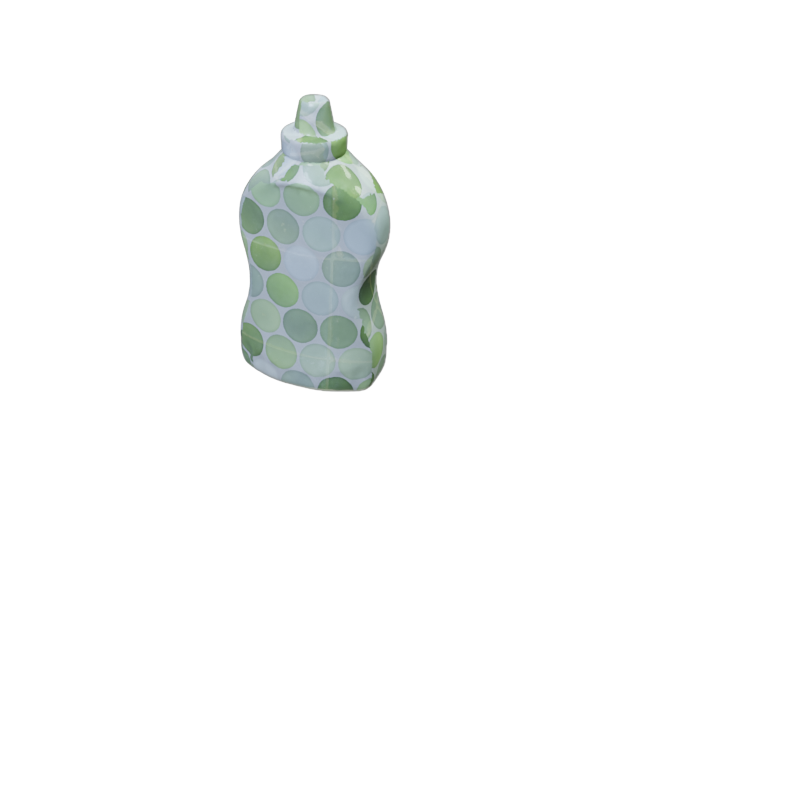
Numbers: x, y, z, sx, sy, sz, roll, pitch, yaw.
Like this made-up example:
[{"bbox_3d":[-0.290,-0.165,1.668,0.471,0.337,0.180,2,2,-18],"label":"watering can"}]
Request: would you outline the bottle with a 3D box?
[{"bbox_3d":[-0.055,-0.101,0.705,0.099,0.181,0.060,14,32,20],"label":"bottle"}]
